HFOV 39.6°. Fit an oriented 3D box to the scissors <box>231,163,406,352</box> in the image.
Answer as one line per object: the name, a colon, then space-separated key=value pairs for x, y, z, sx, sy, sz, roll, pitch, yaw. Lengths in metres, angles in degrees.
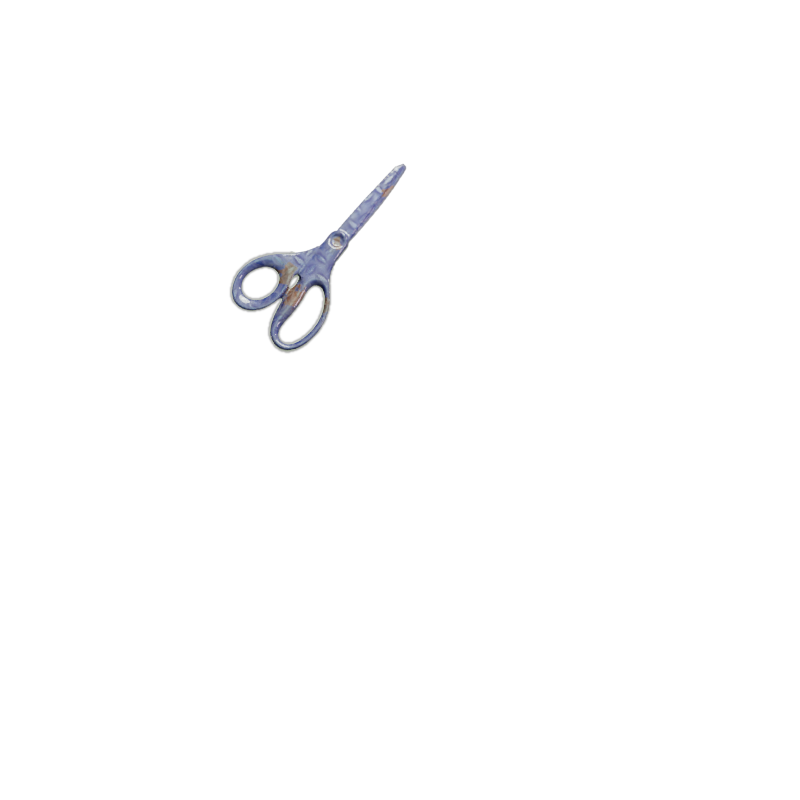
scissors: x=-0.076 y=-0.139 z=0.973 sx=0.098 sy=0.208 sz=0.015 roll=21 pitch=-19 yaw=7
